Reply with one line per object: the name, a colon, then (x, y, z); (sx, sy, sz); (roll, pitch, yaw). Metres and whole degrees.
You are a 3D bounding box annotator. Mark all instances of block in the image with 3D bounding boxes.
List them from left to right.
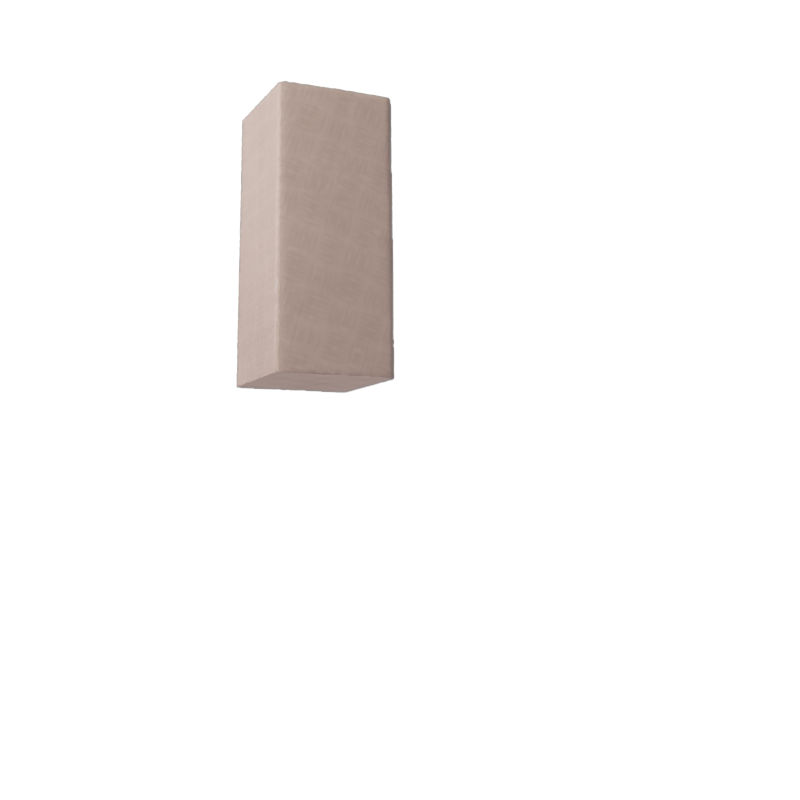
block: (-0.062, -0.115, 0.806); (0.087, 0.213, 0.091); (5, -14, -24)
